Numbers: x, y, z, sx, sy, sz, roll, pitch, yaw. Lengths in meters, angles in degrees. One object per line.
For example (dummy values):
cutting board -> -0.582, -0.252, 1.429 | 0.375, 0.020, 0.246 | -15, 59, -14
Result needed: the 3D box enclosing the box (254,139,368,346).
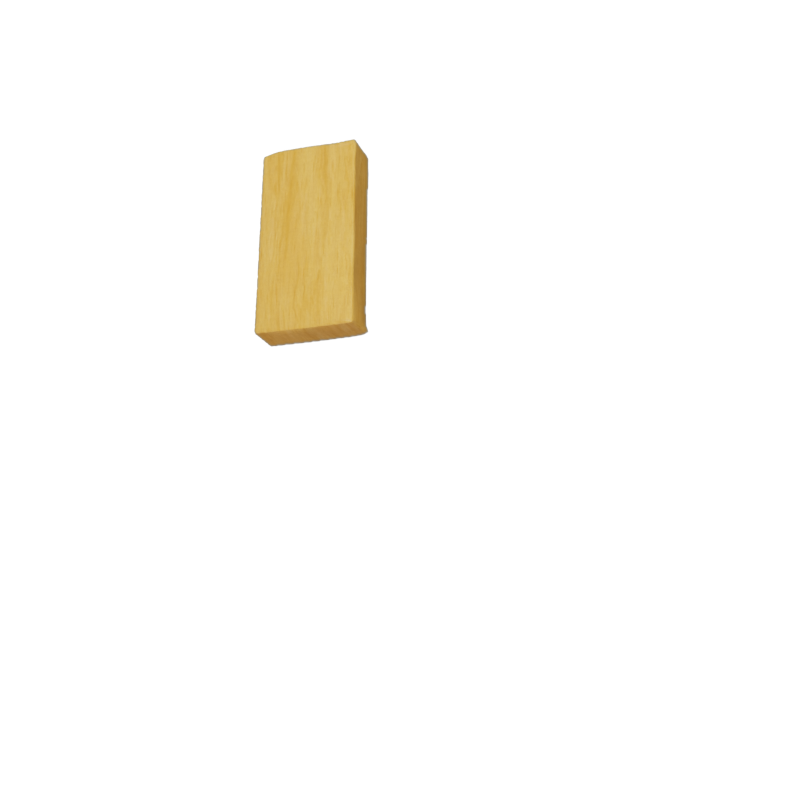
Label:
box -> -0.077, -0.141, 0.985 | 0.095, 0.185, 0.045 | -8, -22, 18
